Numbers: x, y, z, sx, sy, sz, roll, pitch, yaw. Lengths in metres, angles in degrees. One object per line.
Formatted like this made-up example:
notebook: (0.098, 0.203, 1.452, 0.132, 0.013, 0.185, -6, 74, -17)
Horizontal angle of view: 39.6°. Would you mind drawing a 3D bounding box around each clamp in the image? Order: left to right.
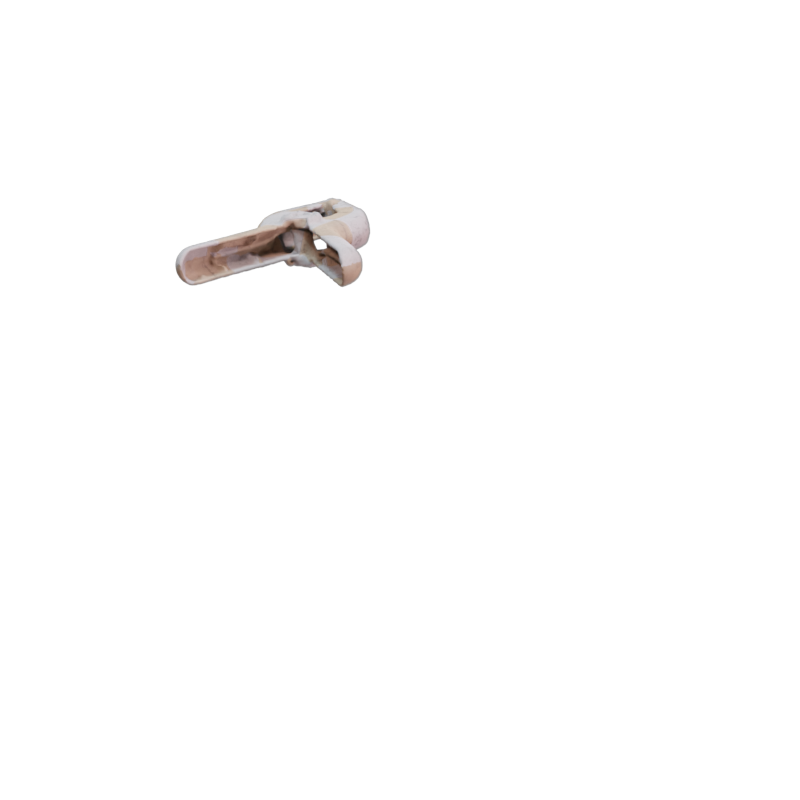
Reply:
clamp: (-0.058, -0.106, 0.744, 0.124, 0.037, 0.173, 10, 26, 21)
